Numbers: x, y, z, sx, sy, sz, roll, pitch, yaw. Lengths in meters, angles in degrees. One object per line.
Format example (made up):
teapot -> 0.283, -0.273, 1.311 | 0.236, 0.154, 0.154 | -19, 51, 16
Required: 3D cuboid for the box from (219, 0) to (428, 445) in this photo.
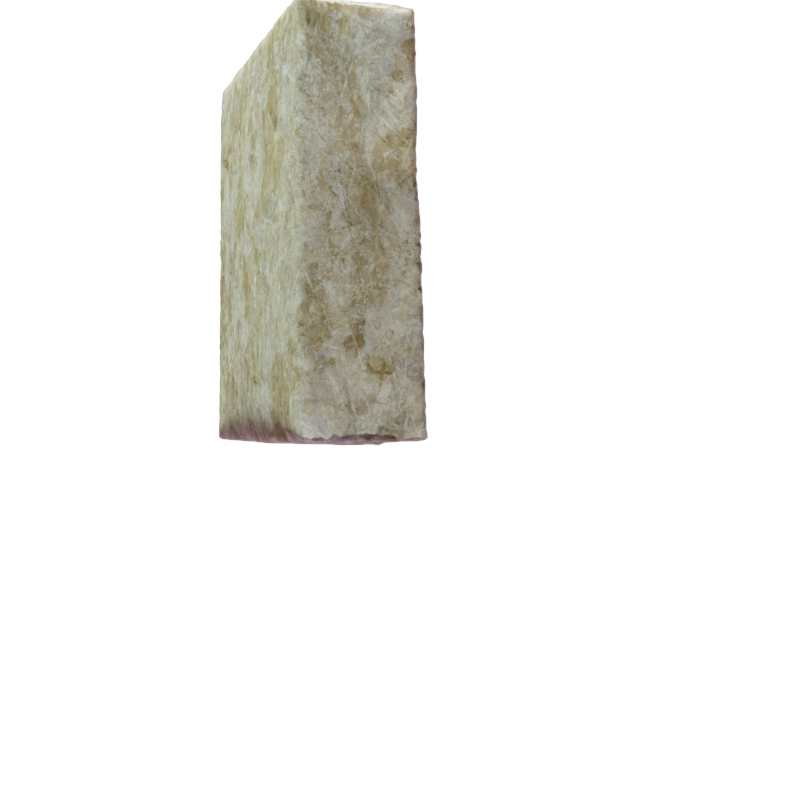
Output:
box -> -0.047, -0.085, 0.596 | 0.070, 0.219, 0.165 | 3, -8, -21
